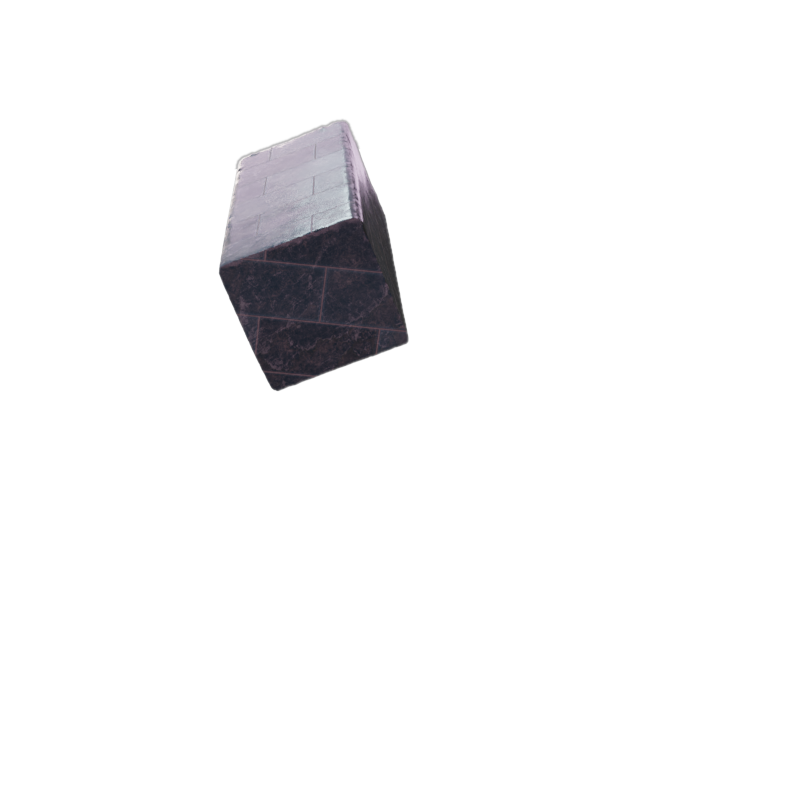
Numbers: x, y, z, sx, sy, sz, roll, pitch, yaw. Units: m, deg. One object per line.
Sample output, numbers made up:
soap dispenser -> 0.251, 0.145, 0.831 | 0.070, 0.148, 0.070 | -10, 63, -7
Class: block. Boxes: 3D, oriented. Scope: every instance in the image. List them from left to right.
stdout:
block -> -0.059, -0.106, 0.742 | 0.091, 0.085, 0.218 | -20, 27, 7
